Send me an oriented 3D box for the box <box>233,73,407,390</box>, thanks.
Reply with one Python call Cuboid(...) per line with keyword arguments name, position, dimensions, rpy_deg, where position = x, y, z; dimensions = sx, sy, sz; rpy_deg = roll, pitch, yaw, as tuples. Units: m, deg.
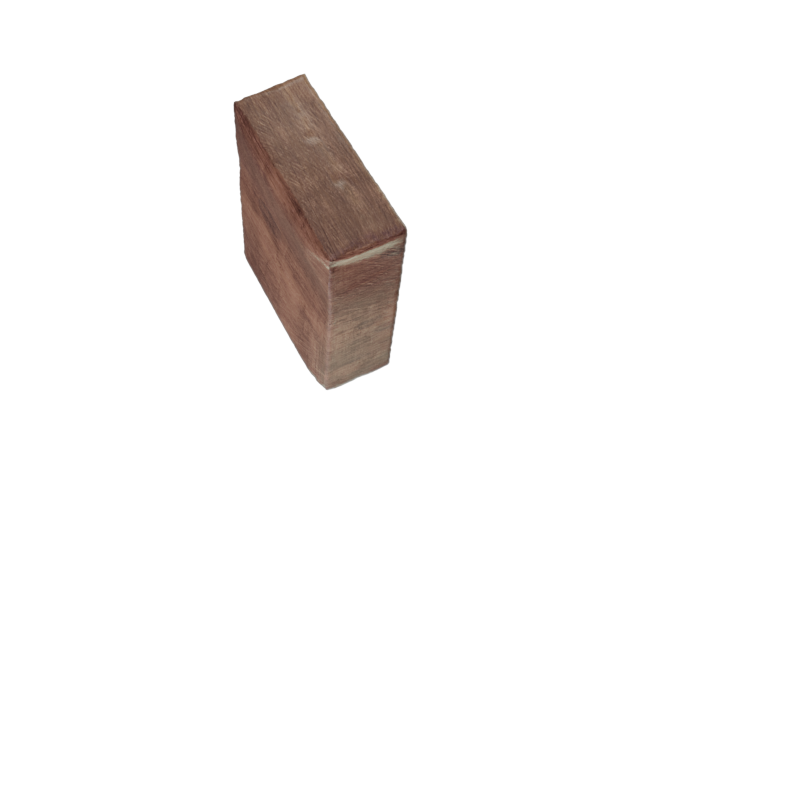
Cuboid(name="box", position=(-0.070, -0.127, 0.892), dimensions=(0.071, 0.175, 0.201), rpy_deg=(-24, -25, -15))
